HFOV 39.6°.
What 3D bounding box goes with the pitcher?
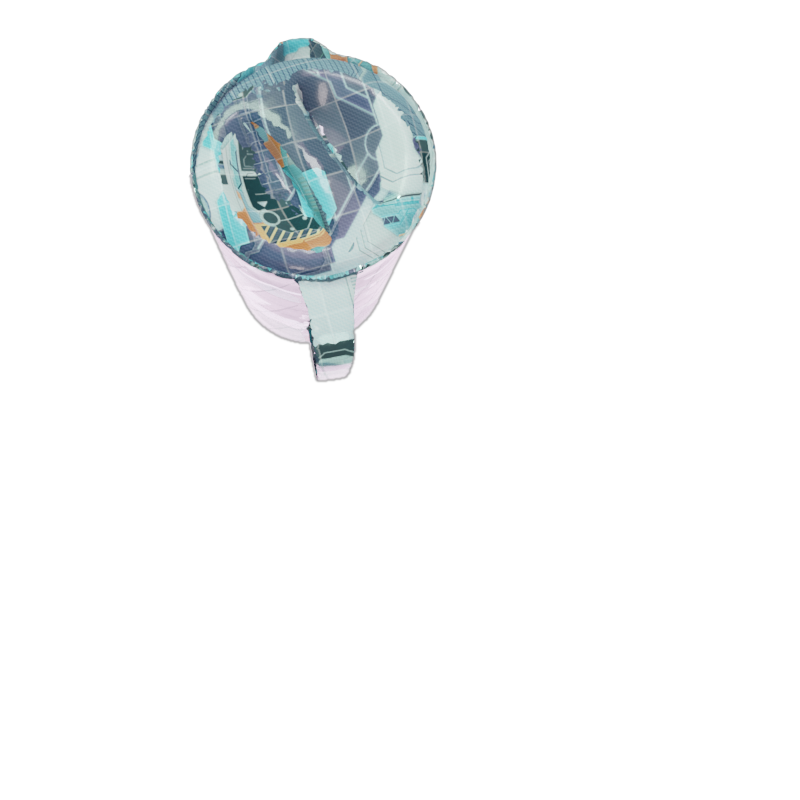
[{"bbox_3d":[-0.055,-0.100,0.704,0.148,0.151,0.235,36,-11,4],"label":"pitcher"}]
